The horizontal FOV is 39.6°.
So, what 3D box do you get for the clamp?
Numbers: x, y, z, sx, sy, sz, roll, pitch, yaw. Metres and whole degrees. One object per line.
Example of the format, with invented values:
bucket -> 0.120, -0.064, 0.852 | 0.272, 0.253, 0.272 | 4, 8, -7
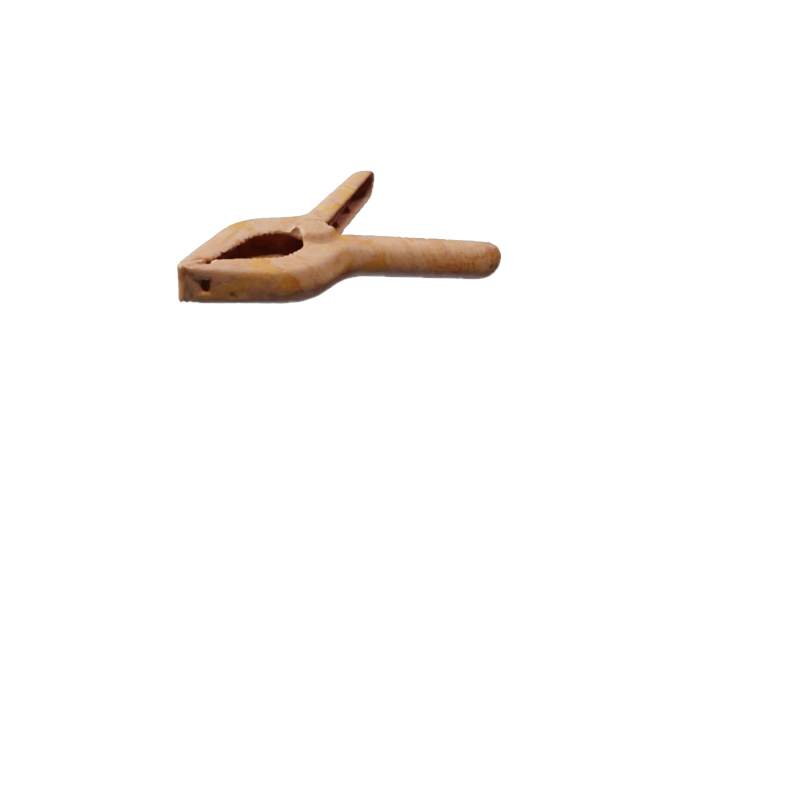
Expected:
clamp -> -0.060, -0.110, 0.769 | 0.206, 0.034, 0.177 | -15, 34, -22
